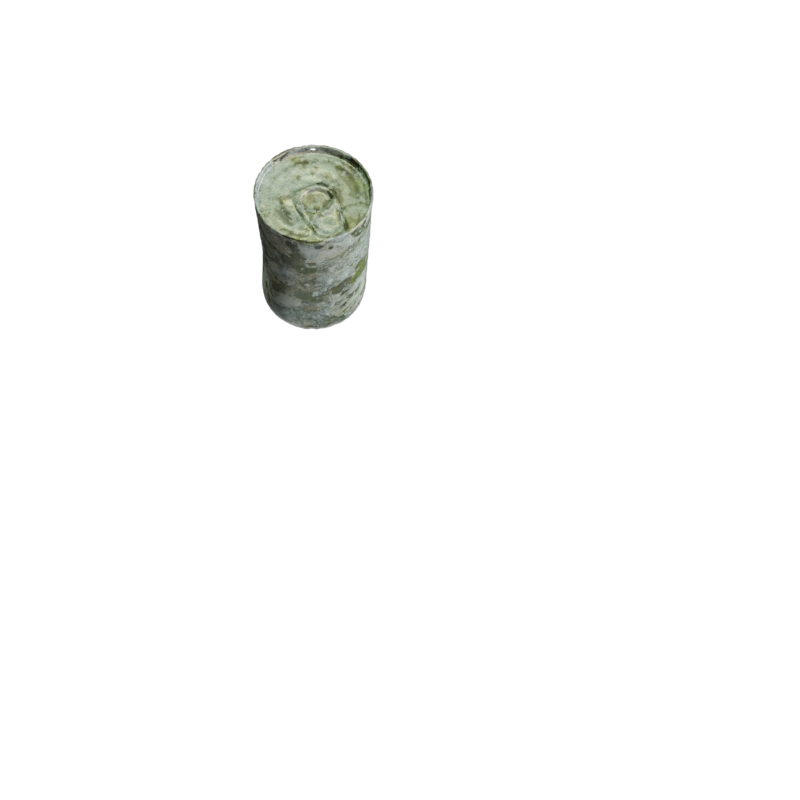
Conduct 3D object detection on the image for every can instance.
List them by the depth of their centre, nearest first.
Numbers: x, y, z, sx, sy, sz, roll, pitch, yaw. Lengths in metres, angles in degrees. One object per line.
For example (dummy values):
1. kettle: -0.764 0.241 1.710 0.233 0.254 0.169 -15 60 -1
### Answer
1. can: -0.052 -0.095 0.666 0.068 0.073 0.096 0 -29 -3
